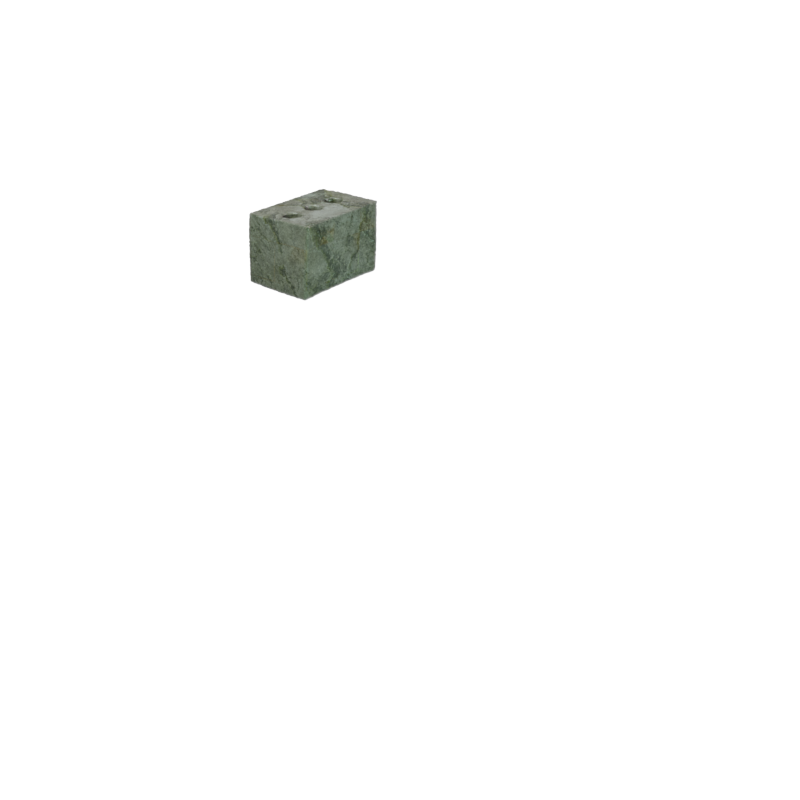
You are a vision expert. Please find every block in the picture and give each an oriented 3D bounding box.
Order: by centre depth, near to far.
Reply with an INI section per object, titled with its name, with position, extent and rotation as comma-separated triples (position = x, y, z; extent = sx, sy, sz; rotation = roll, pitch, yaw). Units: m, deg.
[block]
position = -0.060, -0.109, 0.761
extent = 0.056, 0.049, 0.078
rotation = 17, 29, 33
